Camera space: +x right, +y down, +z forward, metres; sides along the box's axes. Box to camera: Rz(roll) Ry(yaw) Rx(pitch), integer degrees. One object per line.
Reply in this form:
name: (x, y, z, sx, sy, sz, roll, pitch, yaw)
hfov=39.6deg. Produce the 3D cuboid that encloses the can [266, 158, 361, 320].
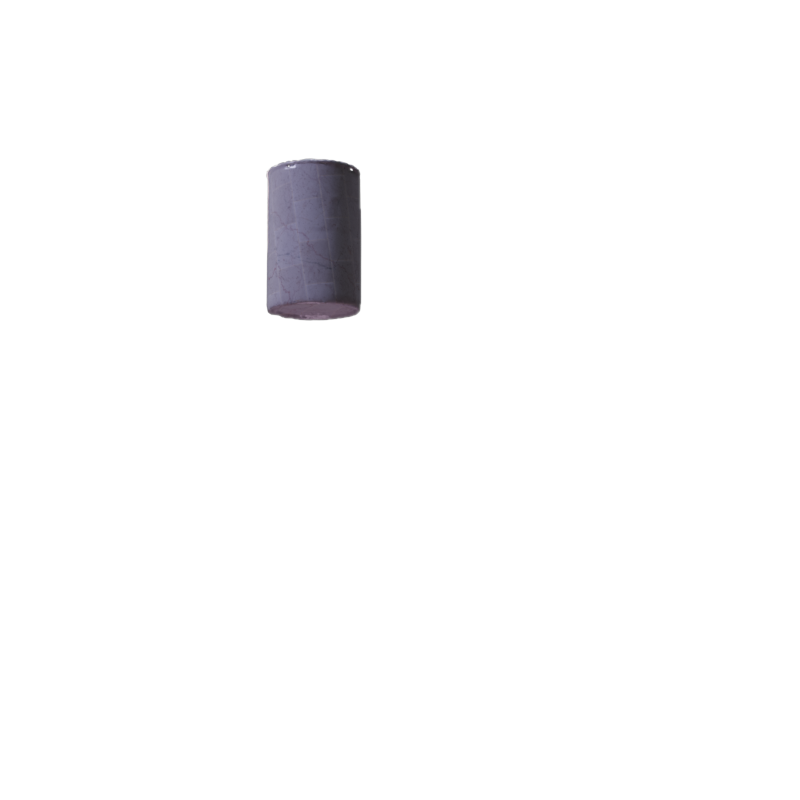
can: (-0.062, -0.112, 0.786, 0.068, 0.106, 0.067, 0, -12, -2)
